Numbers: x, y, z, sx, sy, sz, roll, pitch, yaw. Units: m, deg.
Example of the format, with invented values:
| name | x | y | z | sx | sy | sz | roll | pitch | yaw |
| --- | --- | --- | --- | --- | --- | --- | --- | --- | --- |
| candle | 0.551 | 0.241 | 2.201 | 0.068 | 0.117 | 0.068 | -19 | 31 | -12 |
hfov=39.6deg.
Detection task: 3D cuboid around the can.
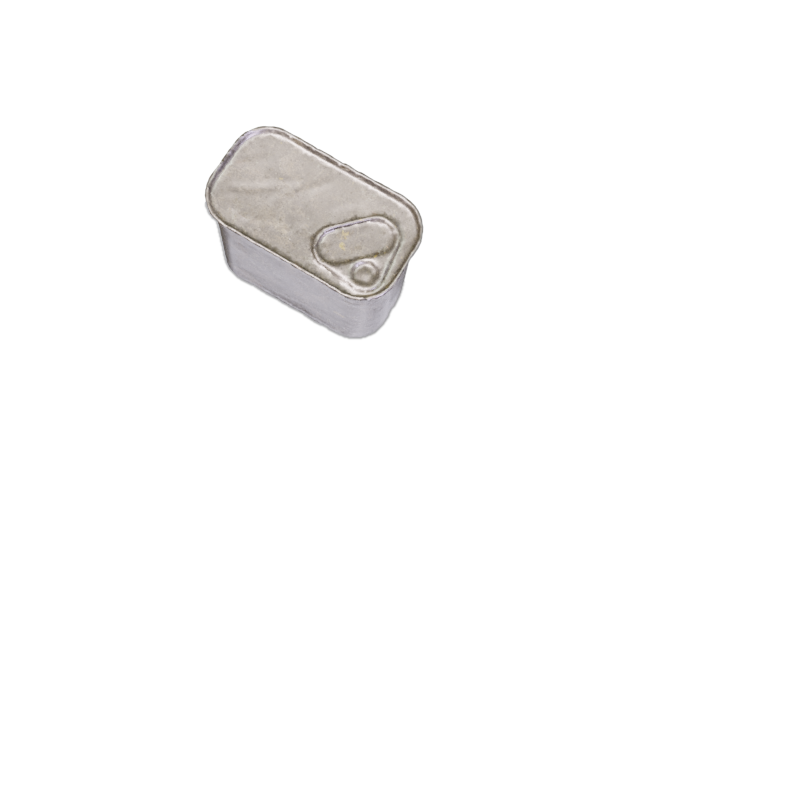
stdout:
| name | x | y | z | sx | sy | sz | roll | pitch | yaw |
| --- | --- | --- | --- | --- | --- | --- | --- | --- | --- |
| can | -0.043 | -0.079 | 0.556 | 0.104 | 0.059 | 0.080 | 31 | -15 | 8 |
